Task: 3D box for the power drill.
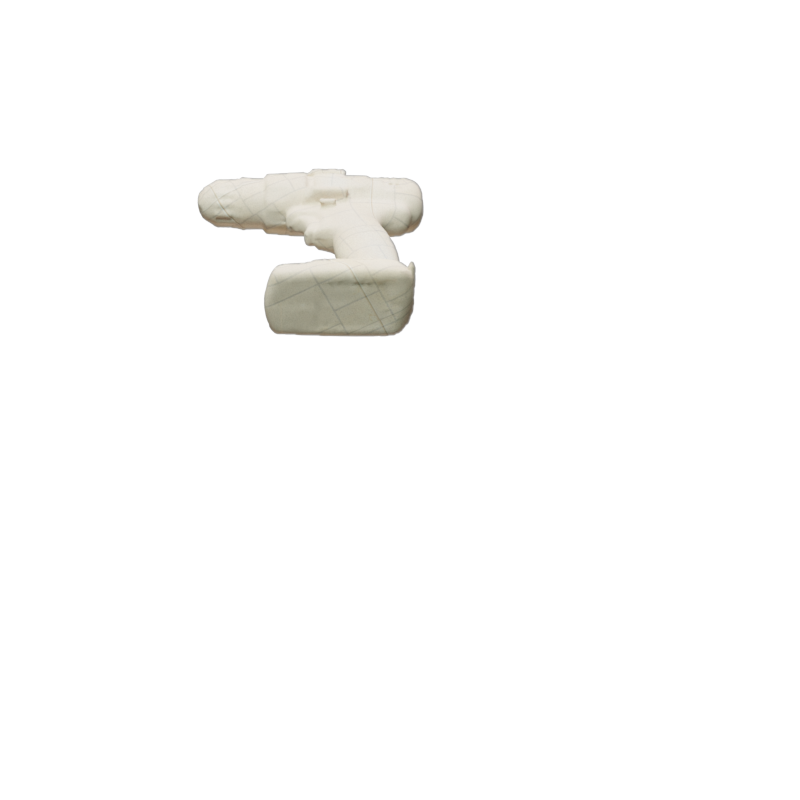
[{"bbox_3d":[-0.066,-0.121,0.849,0.184,0.054,0.201,-2,35,-3],"label":"power drill"}]
